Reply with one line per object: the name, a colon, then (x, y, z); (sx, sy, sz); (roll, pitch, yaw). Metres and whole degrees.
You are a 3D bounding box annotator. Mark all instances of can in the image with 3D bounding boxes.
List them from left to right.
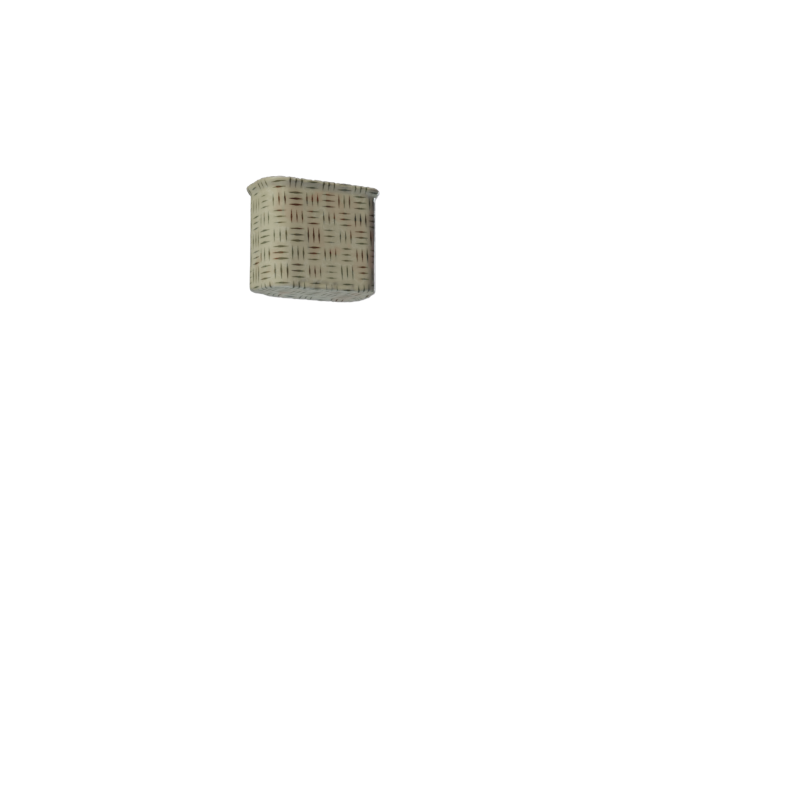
can: (-0.067, -0.122, 0.857); (0.098, 0.086, 0.058); (3, -10, -28)
